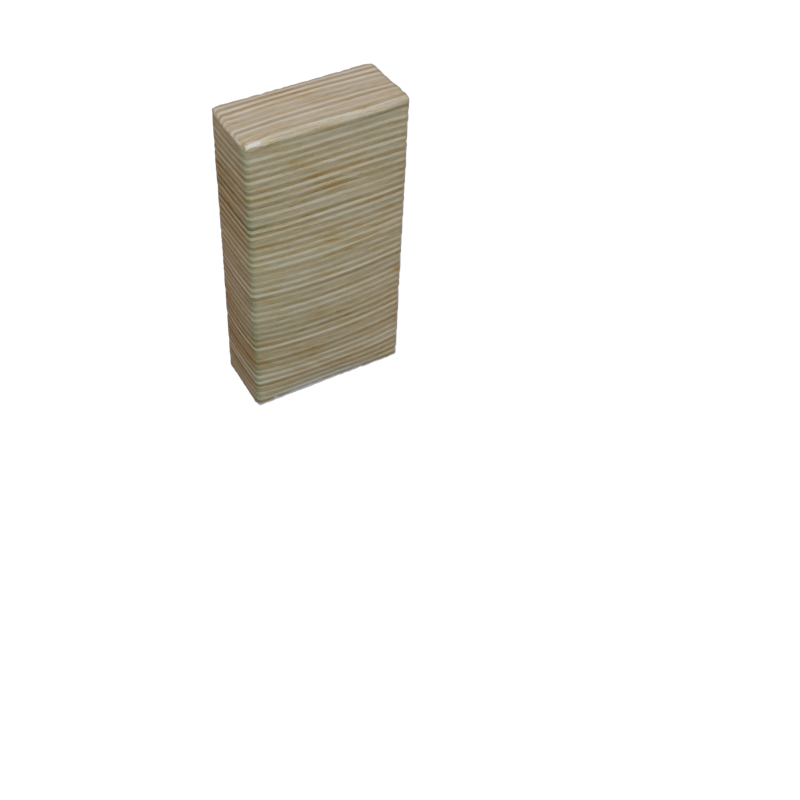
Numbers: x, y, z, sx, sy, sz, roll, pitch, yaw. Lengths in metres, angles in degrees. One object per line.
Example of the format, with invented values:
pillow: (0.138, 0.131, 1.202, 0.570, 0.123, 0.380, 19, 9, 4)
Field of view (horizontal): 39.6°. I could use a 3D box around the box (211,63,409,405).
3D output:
box: (-0.046, -0.084, 0.591, 0.092, 0.164, 0.052, -21, 50, -22)
